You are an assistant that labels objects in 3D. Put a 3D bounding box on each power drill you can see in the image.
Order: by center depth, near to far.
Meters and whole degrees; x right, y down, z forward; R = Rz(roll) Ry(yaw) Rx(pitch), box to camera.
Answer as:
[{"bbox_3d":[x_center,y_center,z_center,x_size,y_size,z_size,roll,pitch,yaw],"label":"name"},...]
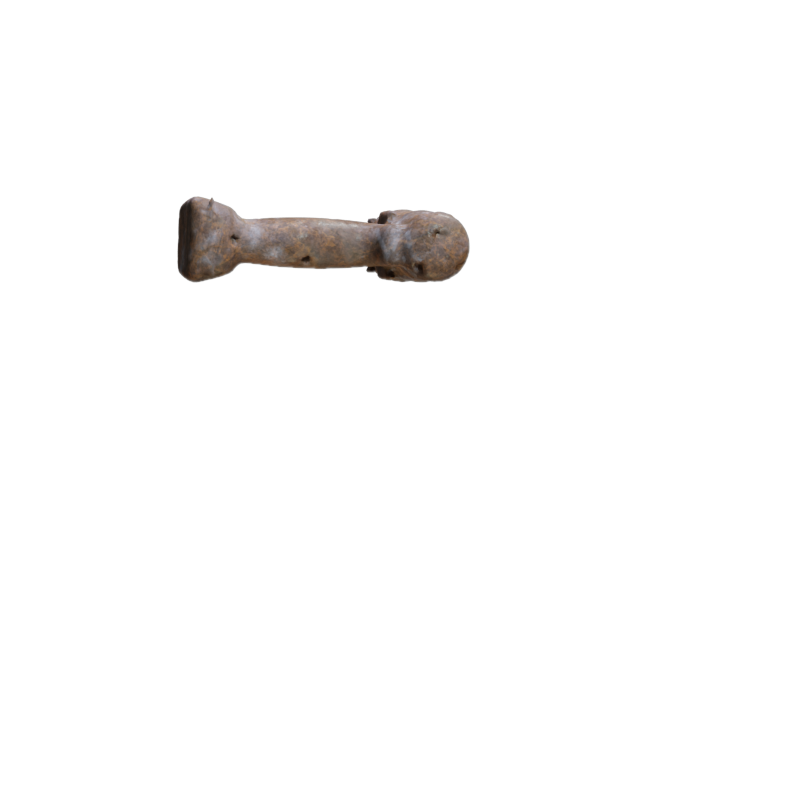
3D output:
[{"bbox_3d":[-0.061,-0.112,0.785,0.185,0.057,0.188,-1,6,-12],"label":"power drill"}]
